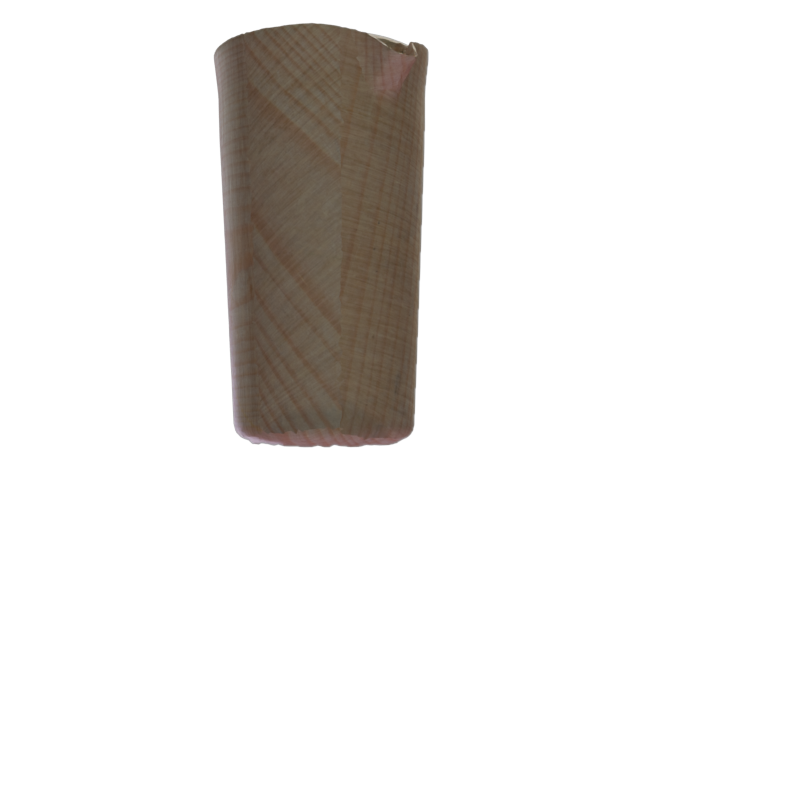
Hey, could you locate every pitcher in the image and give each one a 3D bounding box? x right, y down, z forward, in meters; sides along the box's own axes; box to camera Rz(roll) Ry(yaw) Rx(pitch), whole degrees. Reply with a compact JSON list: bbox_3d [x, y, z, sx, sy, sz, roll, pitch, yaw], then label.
[{"bbox_3d":[-0.053,-0.097,0.682,0.146,0.247,0.146,-1,-5,6],"label":"pitcher"}]
